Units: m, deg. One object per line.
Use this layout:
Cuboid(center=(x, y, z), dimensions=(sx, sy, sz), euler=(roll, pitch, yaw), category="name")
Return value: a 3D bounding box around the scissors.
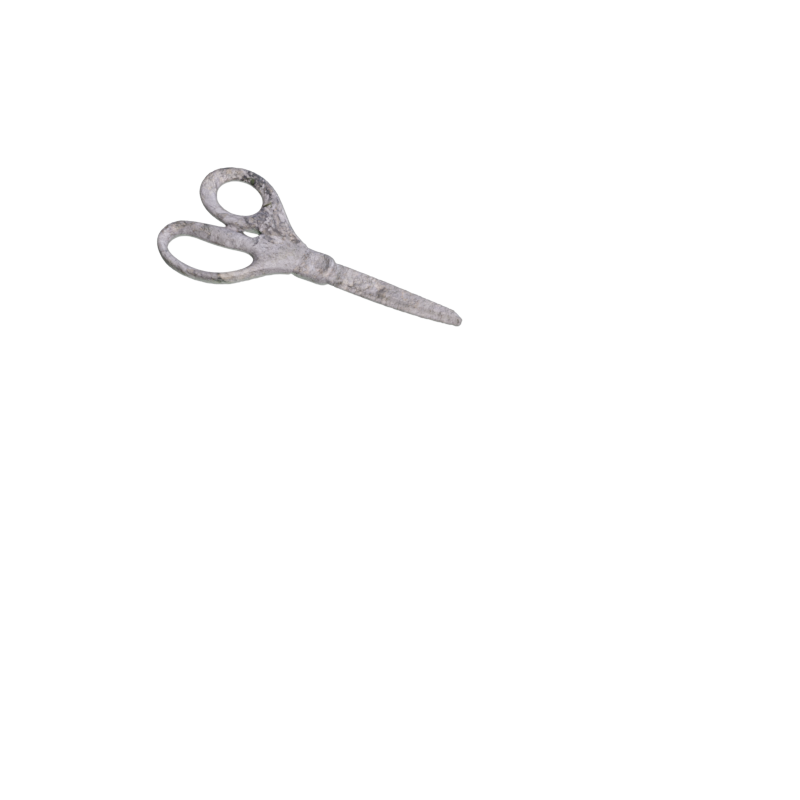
Cuboid(center=(-0.057, -0.104, 0.728), dimensions=(0.203, 0.102, 0.015), euler=(7, -28, 4), category="scissors")
